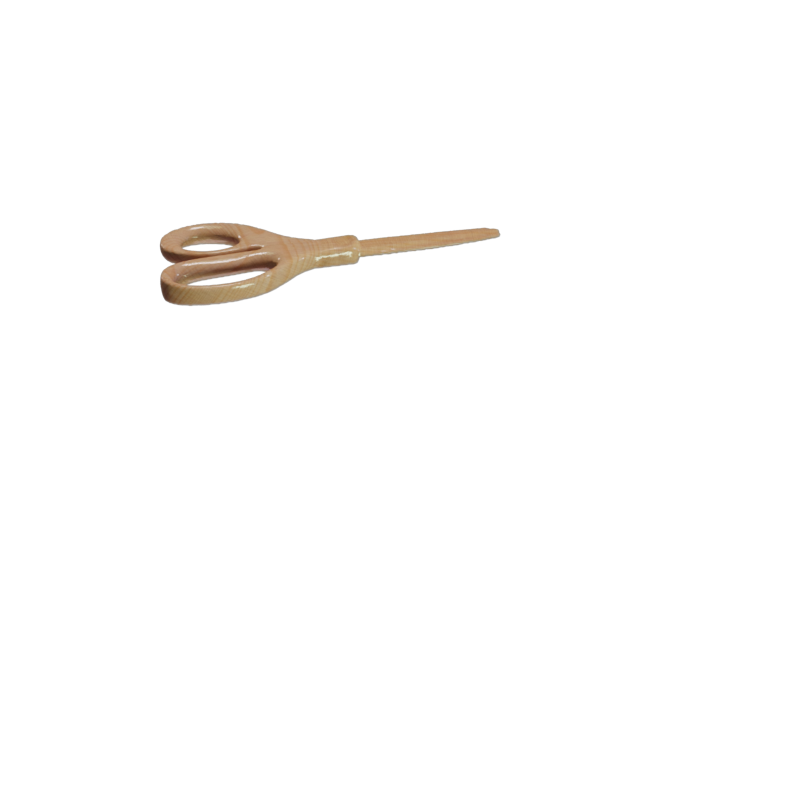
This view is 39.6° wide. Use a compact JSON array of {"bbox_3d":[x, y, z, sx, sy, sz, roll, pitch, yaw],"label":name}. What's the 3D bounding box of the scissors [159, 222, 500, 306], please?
[{"bbox_3d":[-0.050,-0.092,0.643,0.198,0.015,0.103,-18,34,-28],"label":"scissors"}]
